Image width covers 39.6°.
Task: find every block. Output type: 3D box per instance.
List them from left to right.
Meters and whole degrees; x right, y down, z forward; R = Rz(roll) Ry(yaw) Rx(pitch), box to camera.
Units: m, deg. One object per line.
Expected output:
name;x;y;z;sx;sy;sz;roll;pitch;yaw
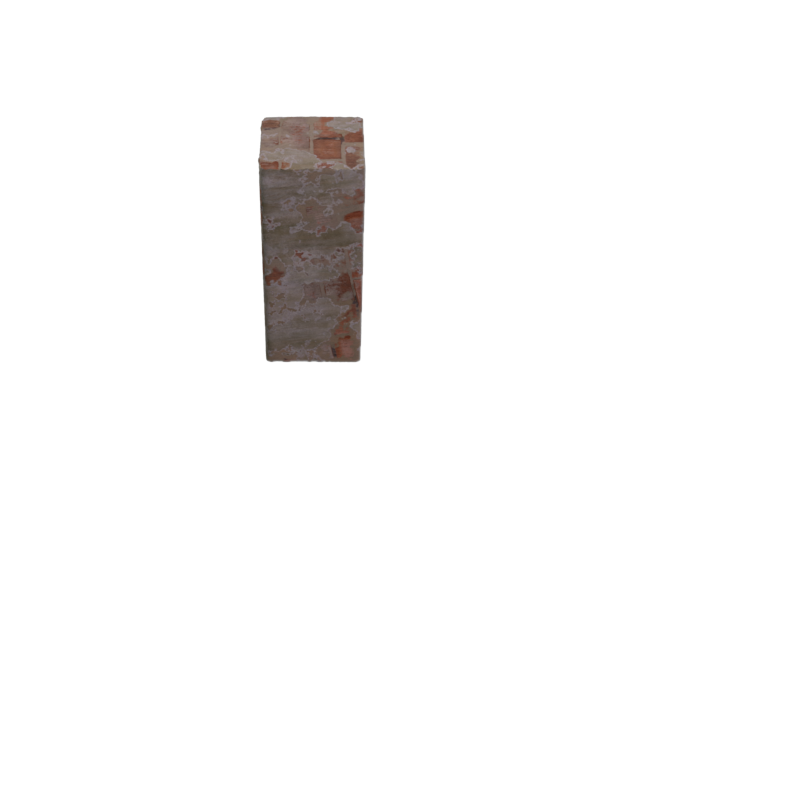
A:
block;-0.078;-0.142;0.990;0.090;0.193;0.097;0;39;-3
